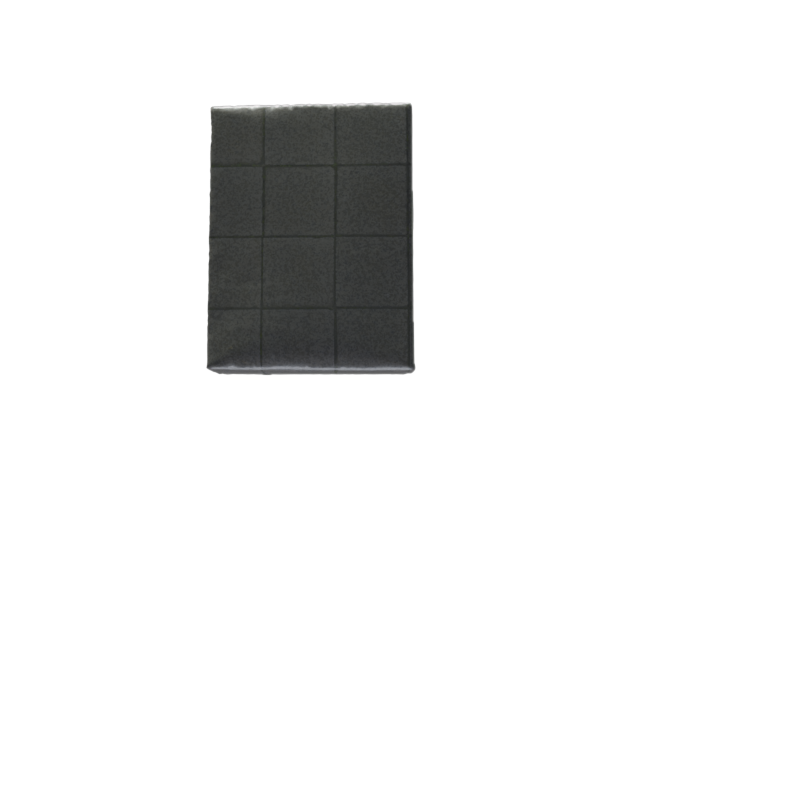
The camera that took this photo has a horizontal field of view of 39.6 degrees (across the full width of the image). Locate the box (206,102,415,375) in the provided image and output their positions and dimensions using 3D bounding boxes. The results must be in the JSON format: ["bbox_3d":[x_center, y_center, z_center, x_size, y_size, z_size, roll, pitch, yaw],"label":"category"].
[{"bbox_3d":[-0.070,-0.128,0.900,0.165,0.219,0.070,-1,-9,2],"label":"box"}]
